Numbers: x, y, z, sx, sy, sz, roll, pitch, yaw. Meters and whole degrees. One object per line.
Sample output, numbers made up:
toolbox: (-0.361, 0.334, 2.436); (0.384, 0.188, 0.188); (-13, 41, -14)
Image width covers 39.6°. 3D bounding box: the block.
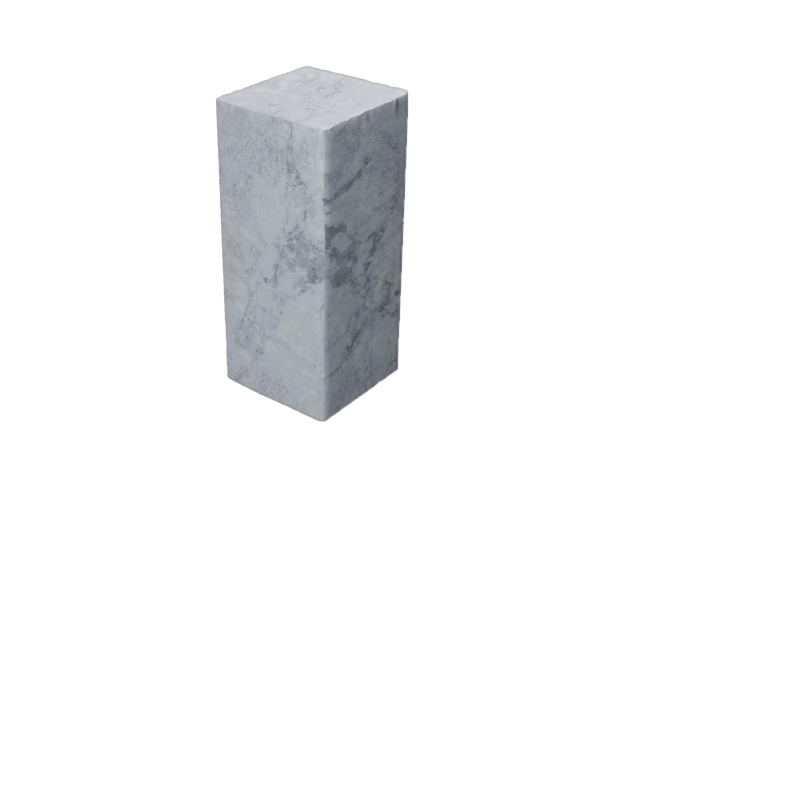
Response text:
block: (-0.057, -0.105, 0.736); (0.095, 0.195, 0.091); (22, 34, 32)
